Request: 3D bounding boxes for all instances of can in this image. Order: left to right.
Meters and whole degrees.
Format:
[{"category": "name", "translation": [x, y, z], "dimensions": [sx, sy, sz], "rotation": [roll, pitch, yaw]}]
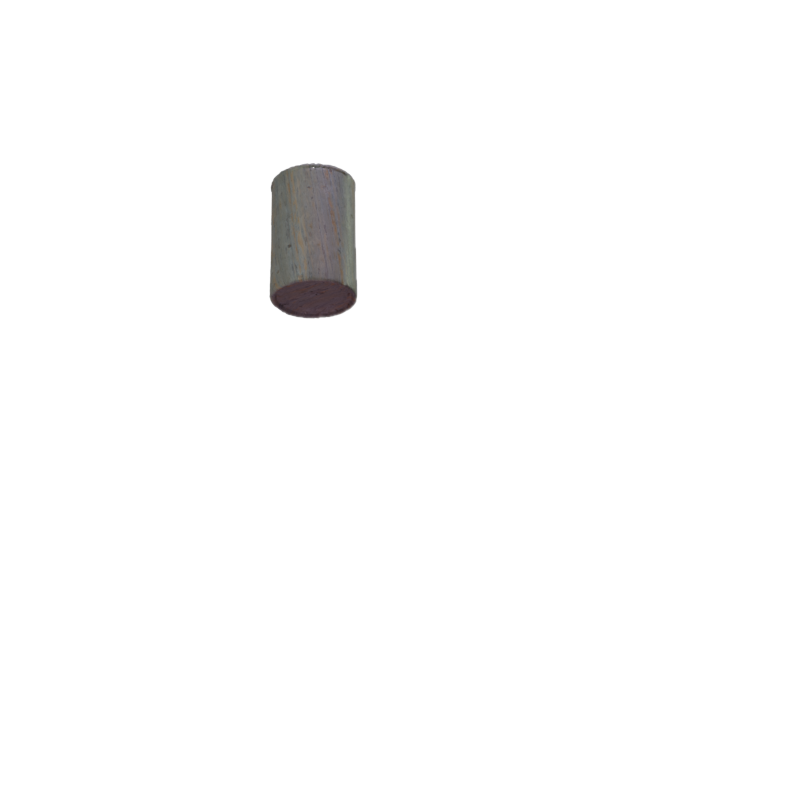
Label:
[{"category": "can", "translation": [-0.067, -0.123, 0.861], "dimensions": [0.068, 0.108, 0.065], "rotation": [0, -27, -2]}]
